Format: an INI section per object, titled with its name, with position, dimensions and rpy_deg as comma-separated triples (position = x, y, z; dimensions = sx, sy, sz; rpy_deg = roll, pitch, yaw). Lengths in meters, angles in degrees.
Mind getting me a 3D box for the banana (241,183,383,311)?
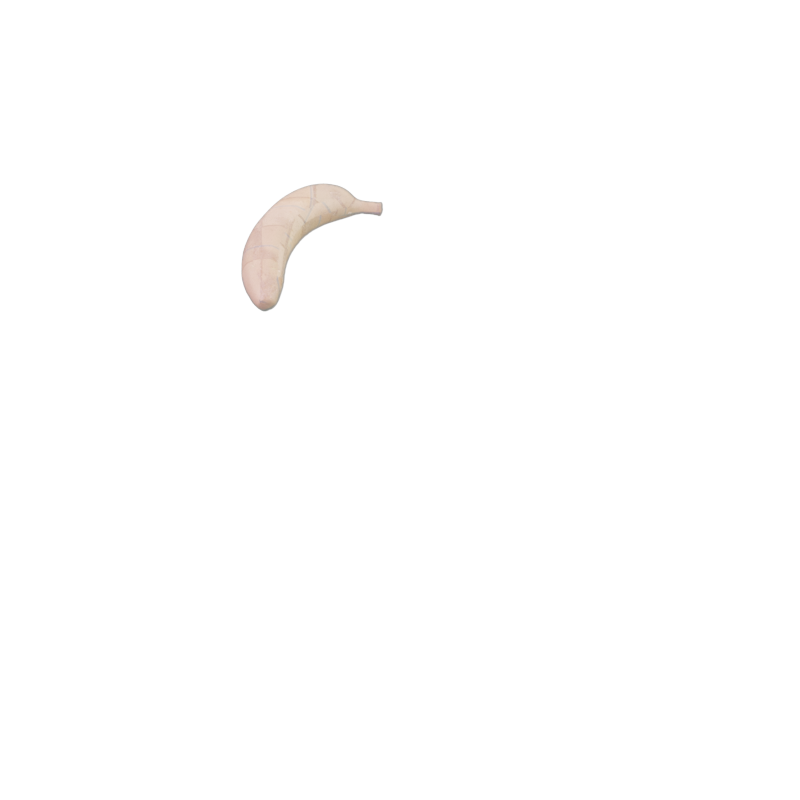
[banana]
position = -0.086, -0.137, 0.914
dimensions = 0.072, 0.034, 0.202
rpy_deg = 16, 39, 21
